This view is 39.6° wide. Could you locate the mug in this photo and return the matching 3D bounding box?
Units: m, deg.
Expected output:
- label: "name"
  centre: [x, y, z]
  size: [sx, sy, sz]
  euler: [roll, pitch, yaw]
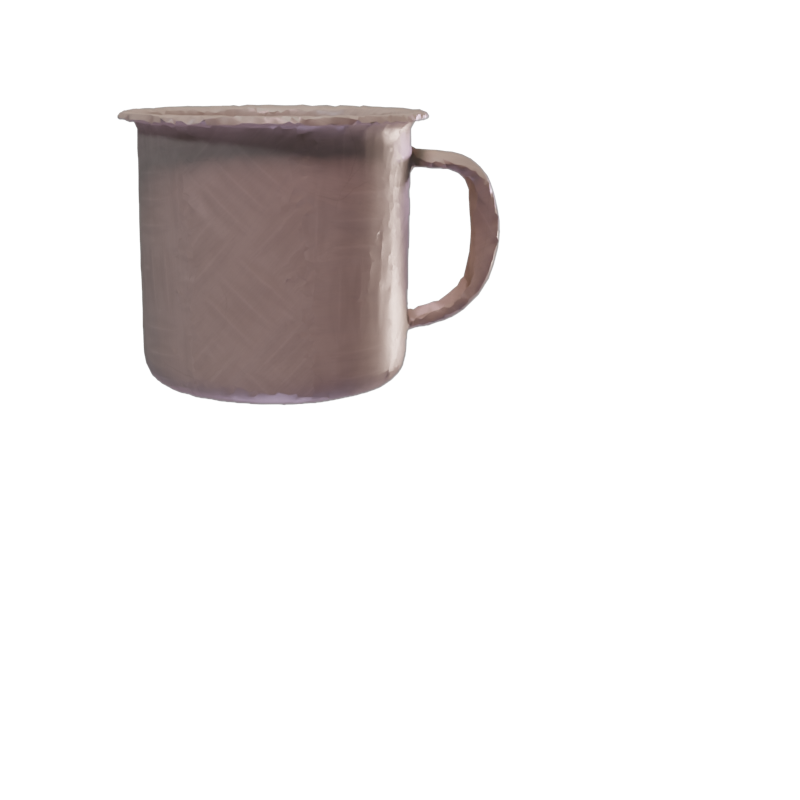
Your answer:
- label: "mug"
  centre: [-0.027, -0.049, 0.343]
  size: [0.115, 0.079, 0.097]
  euler: [-3, 14, -12]
